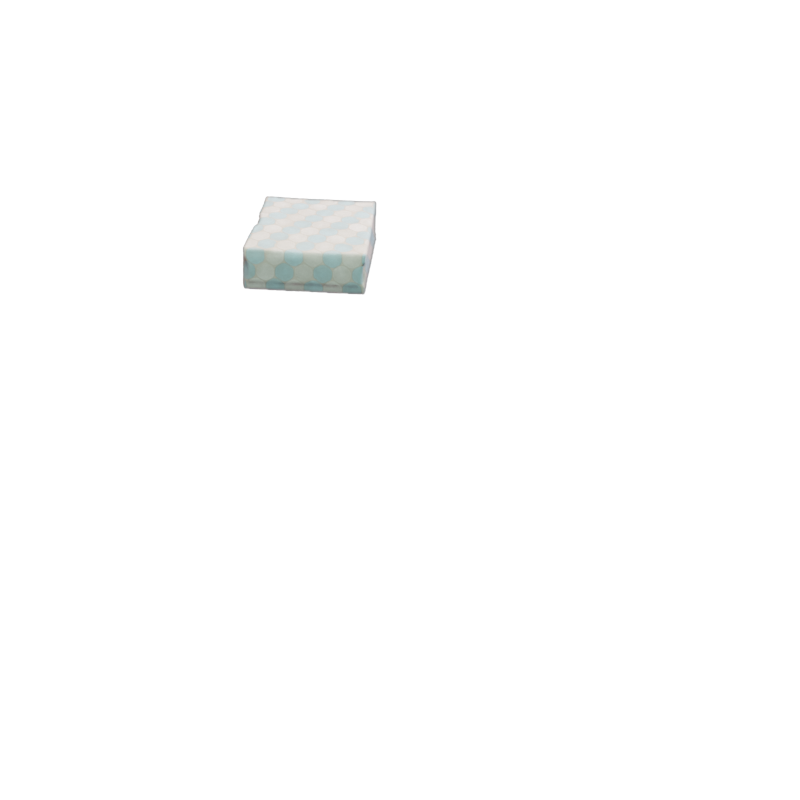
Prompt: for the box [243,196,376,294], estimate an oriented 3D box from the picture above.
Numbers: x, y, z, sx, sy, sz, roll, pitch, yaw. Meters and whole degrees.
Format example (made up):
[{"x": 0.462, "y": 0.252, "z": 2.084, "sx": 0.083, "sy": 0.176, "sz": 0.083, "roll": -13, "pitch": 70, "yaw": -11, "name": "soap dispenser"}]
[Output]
[{"x": -0.054, "y": -0.098, "z": 0.686, "sx": 0.074, "sy": 0.028, "sz": 0.094, "roll": 3, "pitch": 30, "yaw": 4, "name": "box"}]
